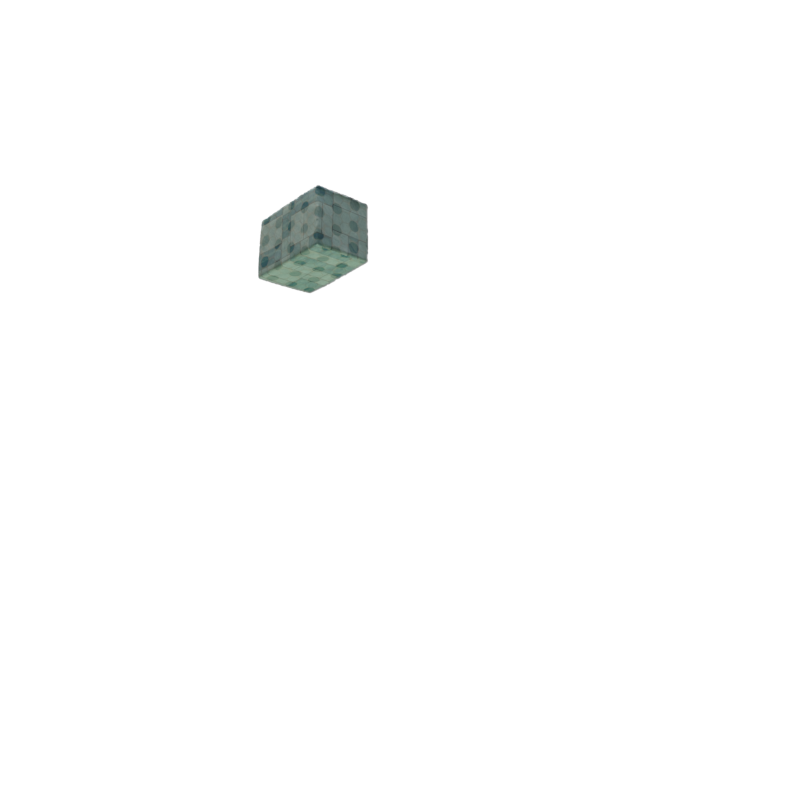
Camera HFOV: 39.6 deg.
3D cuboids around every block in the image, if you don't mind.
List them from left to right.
[{"bbox_3d":[-0.068,-0.125,0.872,0.050,0.054,0.078,18,-28,-37],"label":"block"}]
